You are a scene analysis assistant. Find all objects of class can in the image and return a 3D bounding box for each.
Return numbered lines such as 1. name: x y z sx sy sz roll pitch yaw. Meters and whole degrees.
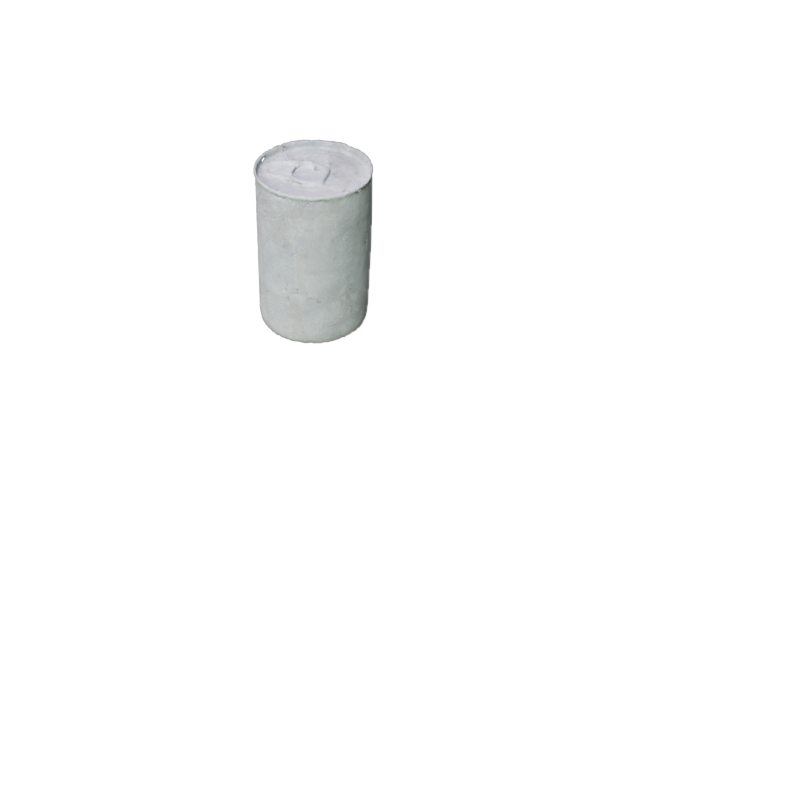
1. can: -0.051 -0.093 0.654 0.068 0.096 0.073 0 37 -3
